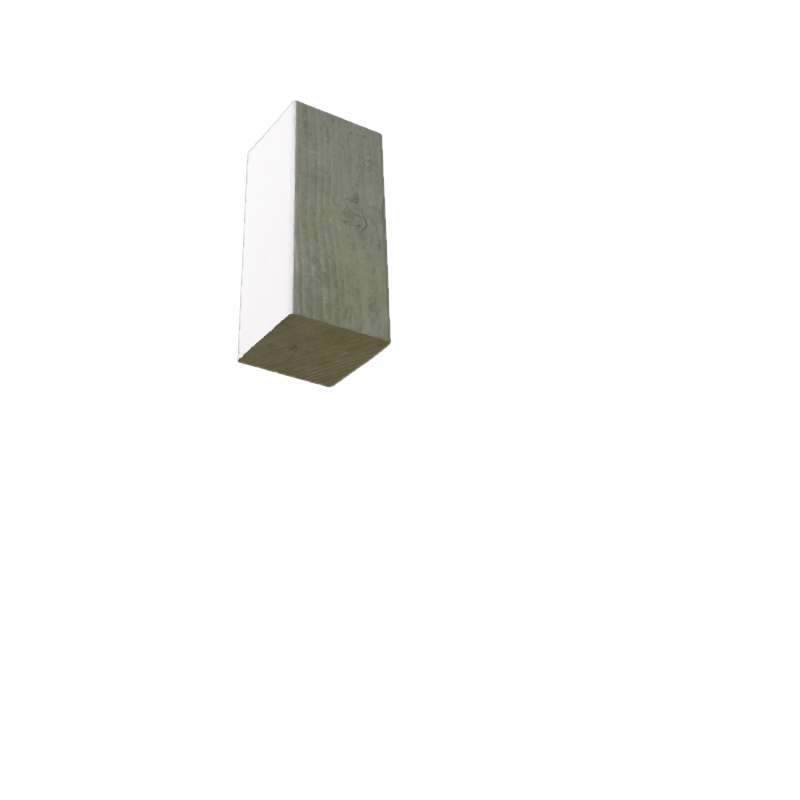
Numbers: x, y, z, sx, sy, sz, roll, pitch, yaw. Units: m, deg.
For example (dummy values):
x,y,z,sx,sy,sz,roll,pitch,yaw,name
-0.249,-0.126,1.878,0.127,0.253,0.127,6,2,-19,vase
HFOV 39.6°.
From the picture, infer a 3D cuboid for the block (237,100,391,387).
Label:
x,y,z,sx,sy,sz,roll,pitch,yaw,name
-0.071,-0.129,0.907,0.086,0.220,0.089,17,-37,-28,block
